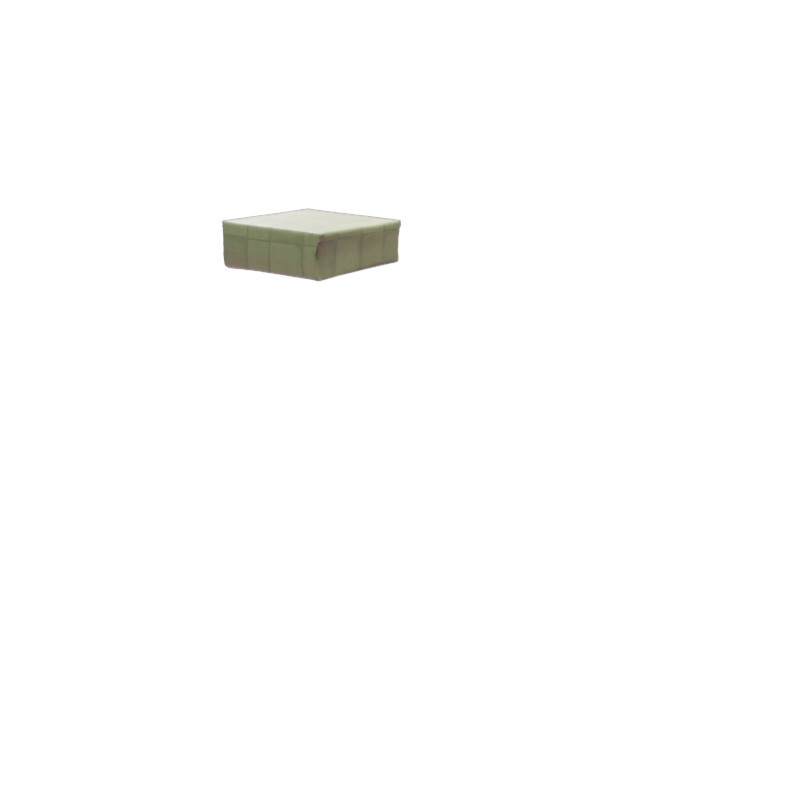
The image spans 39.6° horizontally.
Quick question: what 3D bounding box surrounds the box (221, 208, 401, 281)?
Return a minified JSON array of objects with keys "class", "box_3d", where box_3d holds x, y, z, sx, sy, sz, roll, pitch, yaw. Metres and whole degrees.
[{"class":"box","box_3d":[-0.066,-0.119,0.836,0.094,0.038,0.112,10,20,31]}]
